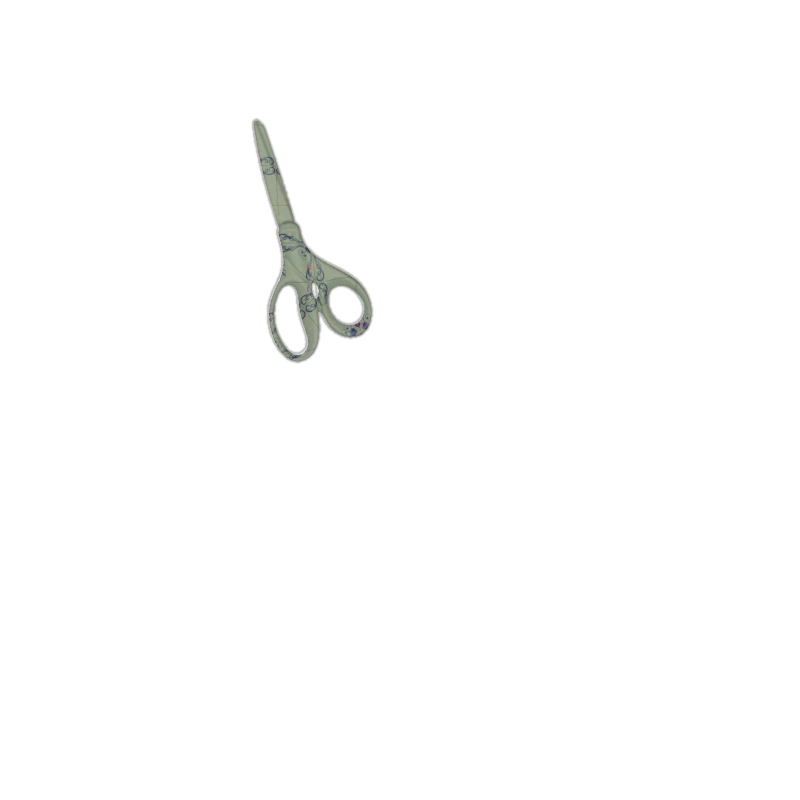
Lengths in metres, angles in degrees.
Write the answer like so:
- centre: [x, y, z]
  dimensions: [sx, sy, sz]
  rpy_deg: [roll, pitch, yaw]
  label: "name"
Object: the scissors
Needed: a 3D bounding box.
- centre: [-0.072, -0.131, 0.918]
  dimensions: [0.096, 0.198, 0.016]
  rpy_deg: [0, 7, 0]
  label: "scissors"
